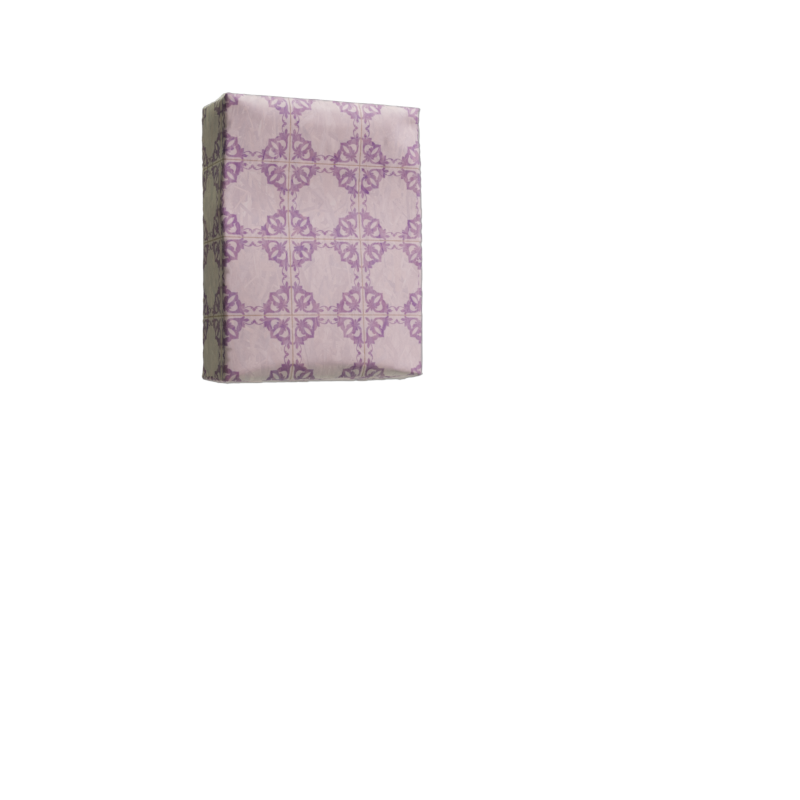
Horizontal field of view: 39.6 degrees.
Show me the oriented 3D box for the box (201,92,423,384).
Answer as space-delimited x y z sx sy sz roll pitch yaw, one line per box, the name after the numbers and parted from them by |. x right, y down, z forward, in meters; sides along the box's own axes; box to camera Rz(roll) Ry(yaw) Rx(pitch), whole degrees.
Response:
-0.067 -0.122 0.854 0.160 0.216 0.073 0 -3 -22 | box
